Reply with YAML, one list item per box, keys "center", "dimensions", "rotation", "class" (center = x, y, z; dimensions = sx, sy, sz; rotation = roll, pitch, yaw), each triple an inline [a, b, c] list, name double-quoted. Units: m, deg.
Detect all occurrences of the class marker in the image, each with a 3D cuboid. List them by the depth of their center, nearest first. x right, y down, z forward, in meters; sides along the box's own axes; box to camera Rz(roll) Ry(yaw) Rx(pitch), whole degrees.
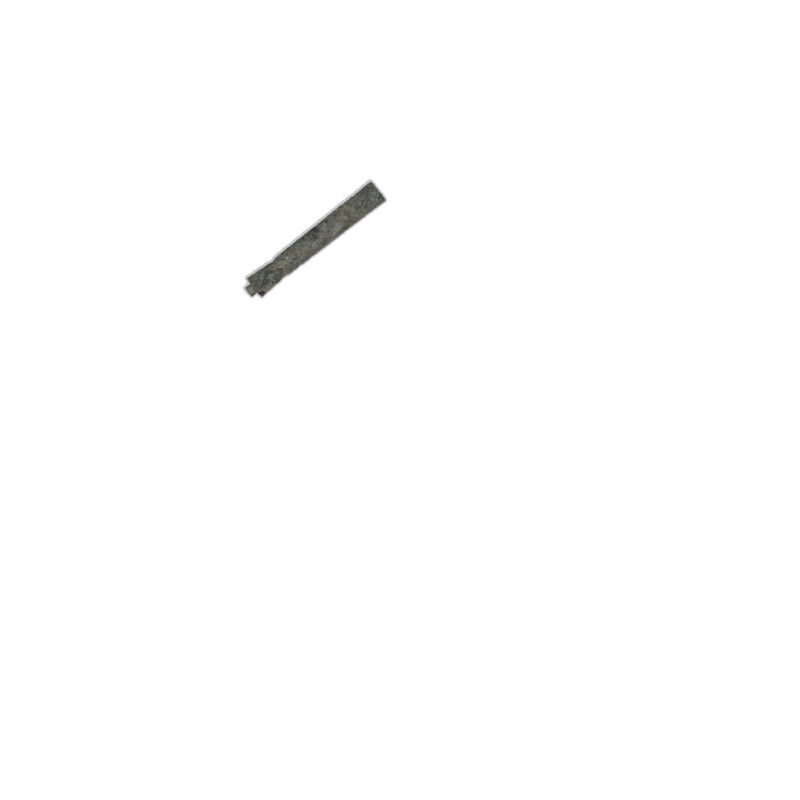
- center: [-0.063, -0.115, 0.805]
  dimensions: [0.121, 0.020, 0.020]
  rotation: [-38, 2, 4]
  class: "marker"
